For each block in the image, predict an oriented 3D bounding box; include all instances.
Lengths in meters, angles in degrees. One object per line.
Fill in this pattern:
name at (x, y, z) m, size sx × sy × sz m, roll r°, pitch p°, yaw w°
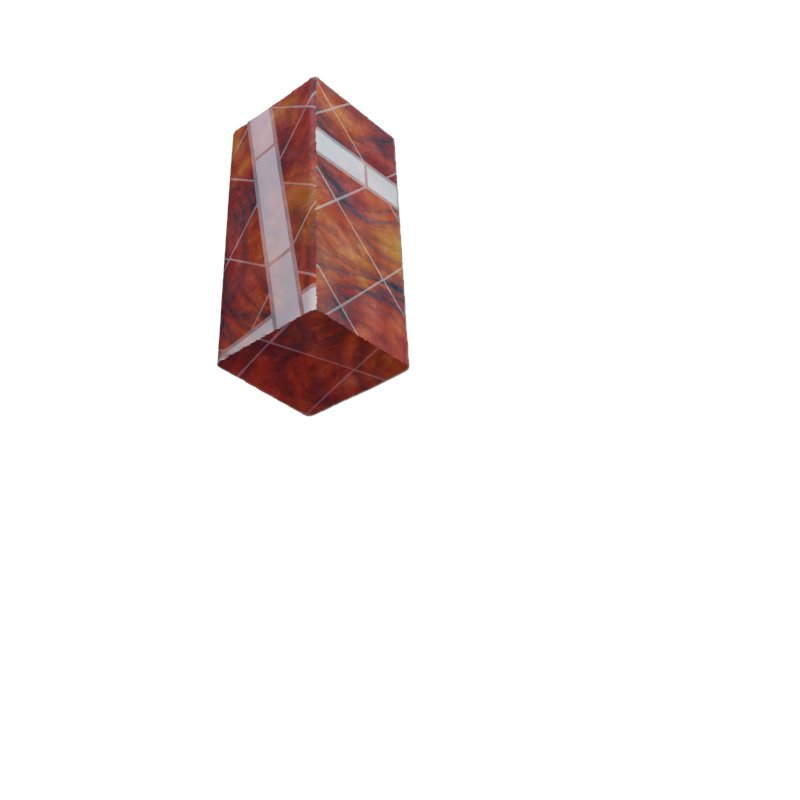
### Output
block at (-0.060, -0.108, 0.763) m, size 0.090 × 0.221 × 0.085 m, roll -29°, pitch -44°, yaw 31°
